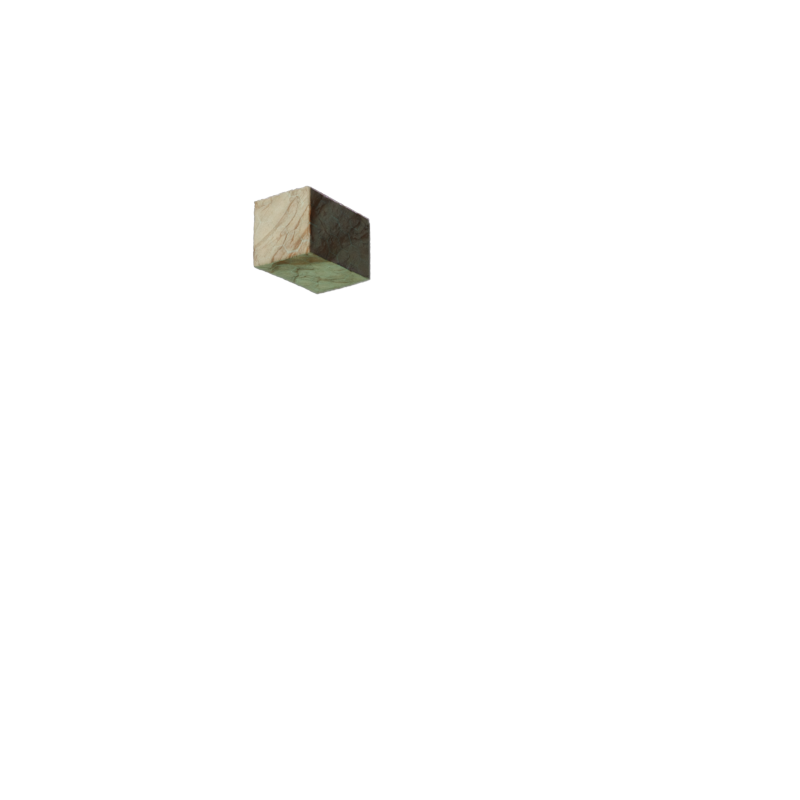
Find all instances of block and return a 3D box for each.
[{"bbox_3d":[-0.063,-0.116,0.810,0.054,0.054,0.073,-12,-20,32],"label":"block"}]
